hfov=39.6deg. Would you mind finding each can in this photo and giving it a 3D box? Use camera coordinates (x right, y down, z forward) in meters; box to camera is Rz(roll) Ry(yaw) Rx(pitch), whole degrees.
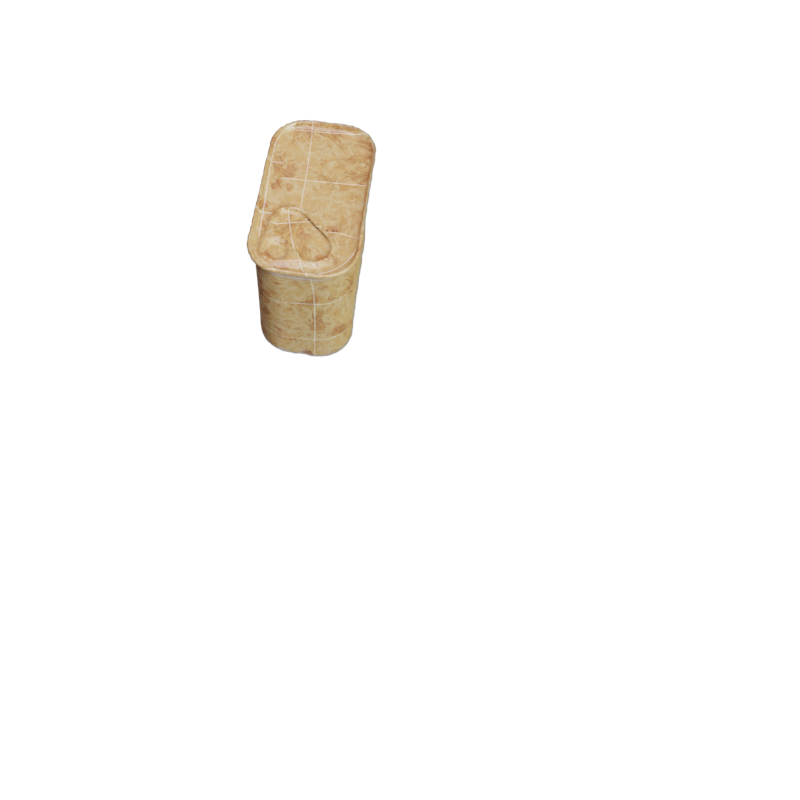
[{"bbox_3d":[-0.047,-0.086,0.604,0.058,0.108,0.078,7,-33,1],"label":"can"}]
